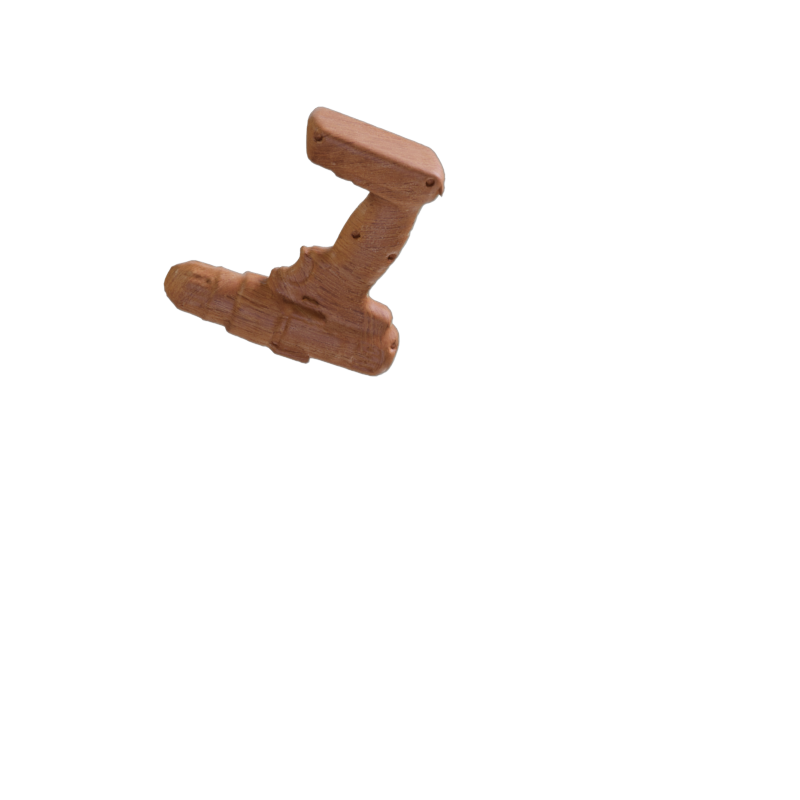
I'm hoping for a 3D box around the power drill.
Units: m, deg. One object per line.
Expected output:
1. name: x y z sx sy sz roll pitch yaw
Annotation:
1. power drill: -0.064 -0.116 0.812 0.180 0.180 0.061 19 29 -11
